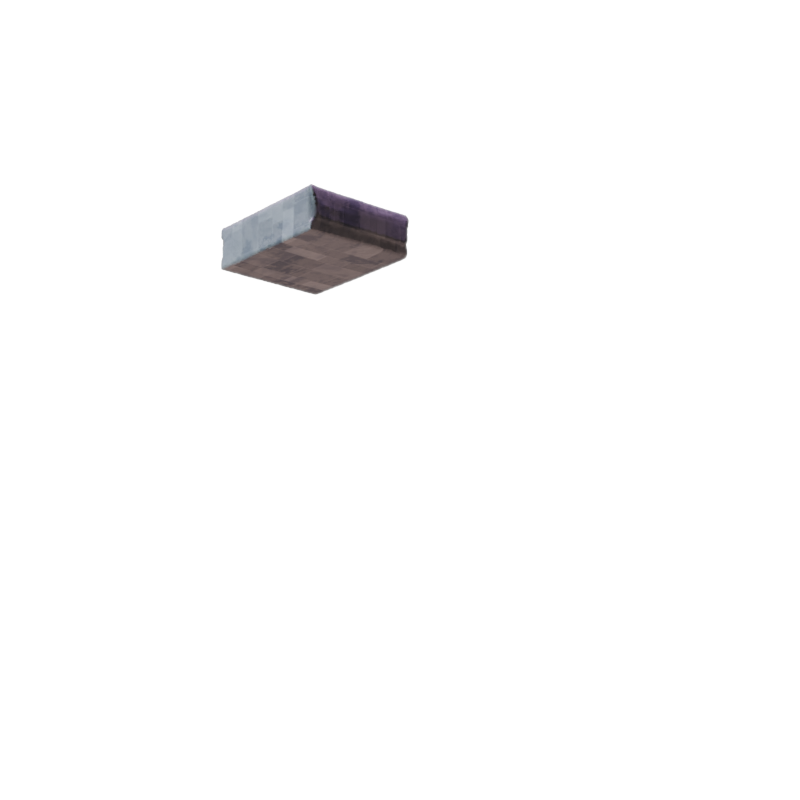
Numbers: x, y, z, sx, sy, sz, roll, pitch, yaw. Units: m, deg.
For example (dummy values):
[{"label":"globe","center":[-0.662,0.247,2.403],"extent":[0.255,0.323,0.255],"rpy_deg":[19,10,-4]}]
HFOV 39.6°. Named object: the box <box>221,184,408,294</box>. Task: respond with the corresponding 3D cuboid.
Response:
[{"label":"box","center":[-0.051,-0.093,0.650],"extent":[0.069,0.031,0.090],"rpy_deg":[12,-19,-39]}]
